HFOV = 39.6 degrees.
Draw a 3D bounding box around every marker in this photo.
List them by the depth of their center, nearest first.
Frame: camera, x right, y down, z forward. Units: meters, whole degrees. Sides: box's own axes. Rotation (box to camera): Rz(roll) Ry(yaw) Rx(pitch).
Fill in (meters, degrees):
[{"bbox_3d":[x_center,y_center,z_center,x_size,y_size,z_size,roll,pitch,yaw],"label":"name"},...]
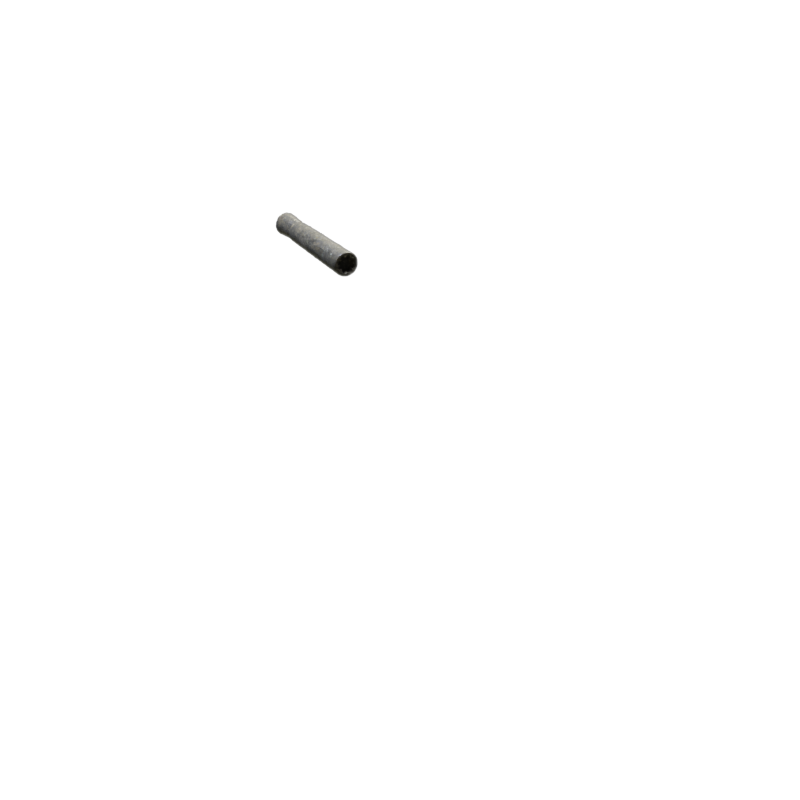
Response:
[{"bbox_3d":[-0.067,-0.122,0.854,0.019,0.019,0.129,-2,23,-27],"label":"marker"}]
